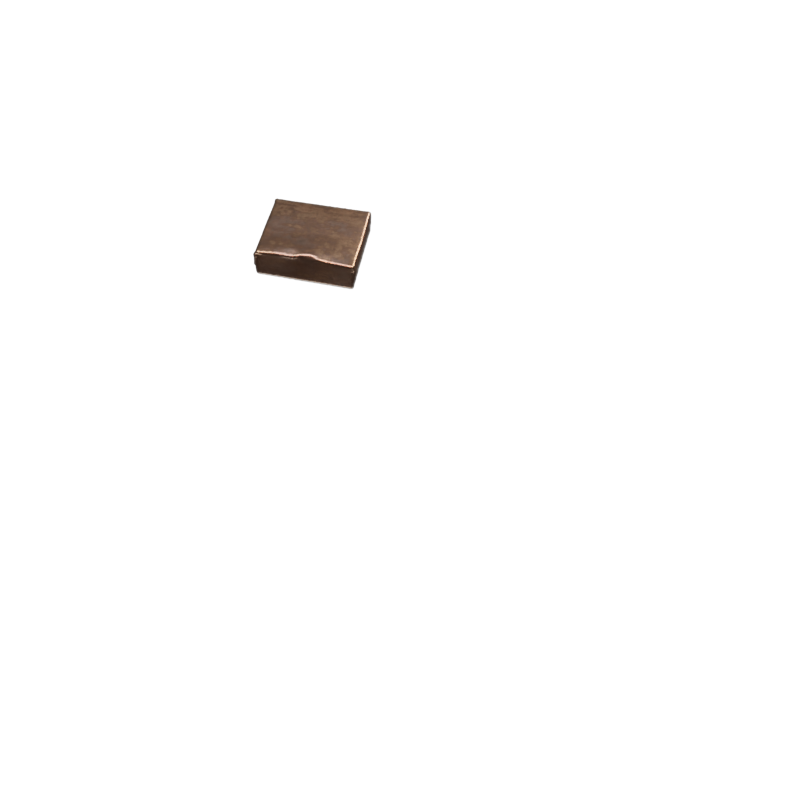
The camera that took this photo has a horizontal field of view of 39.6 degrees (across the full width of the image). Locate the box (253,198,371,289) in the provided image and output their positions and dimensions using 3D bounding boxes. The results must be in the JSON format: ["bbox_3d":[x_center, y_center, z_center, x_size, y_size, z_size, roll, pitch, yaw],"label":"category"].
[{"bbox_3d":[-0.076,-0.138,0.967,0.091,0.077,0.028,9,-42,8],"label":"box"}]
